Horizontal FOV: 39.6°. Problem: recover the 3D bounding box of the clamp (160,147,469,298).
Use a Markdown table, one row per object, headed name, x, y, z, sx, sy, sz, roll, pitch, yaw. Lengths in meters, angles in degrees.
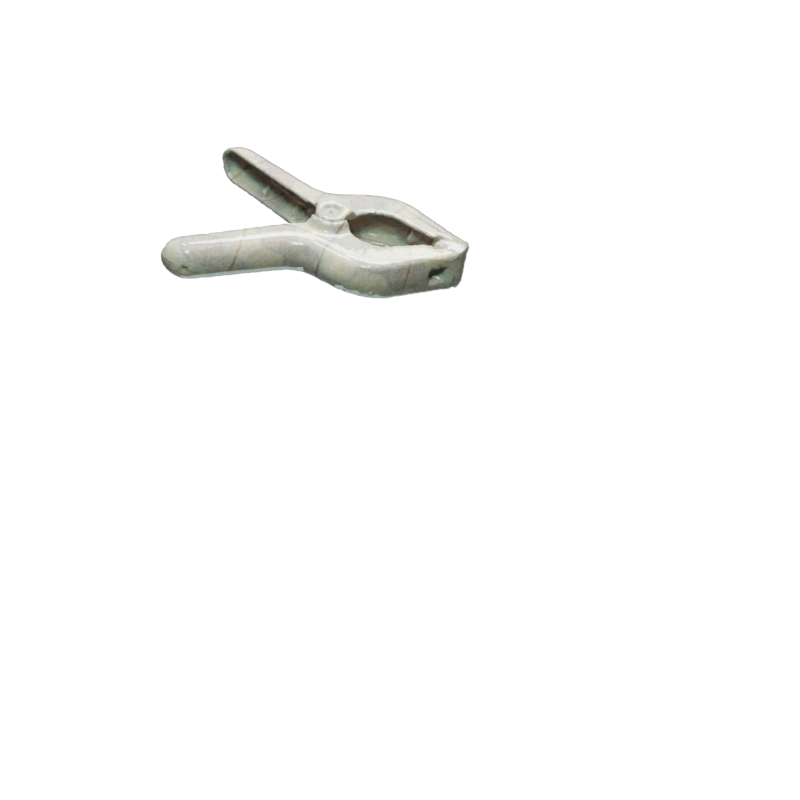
| name | x | y | z | sx | sy | sz | roll | pitch | yaw |
| --- | --- | --- | --- | --- | --- | --- | --- | --- | --- |
| clamp | -0.051 | -0.092 | 0.645 | 0.177 | 0.036 | 0.125 | 17 | 48 | 16 |
